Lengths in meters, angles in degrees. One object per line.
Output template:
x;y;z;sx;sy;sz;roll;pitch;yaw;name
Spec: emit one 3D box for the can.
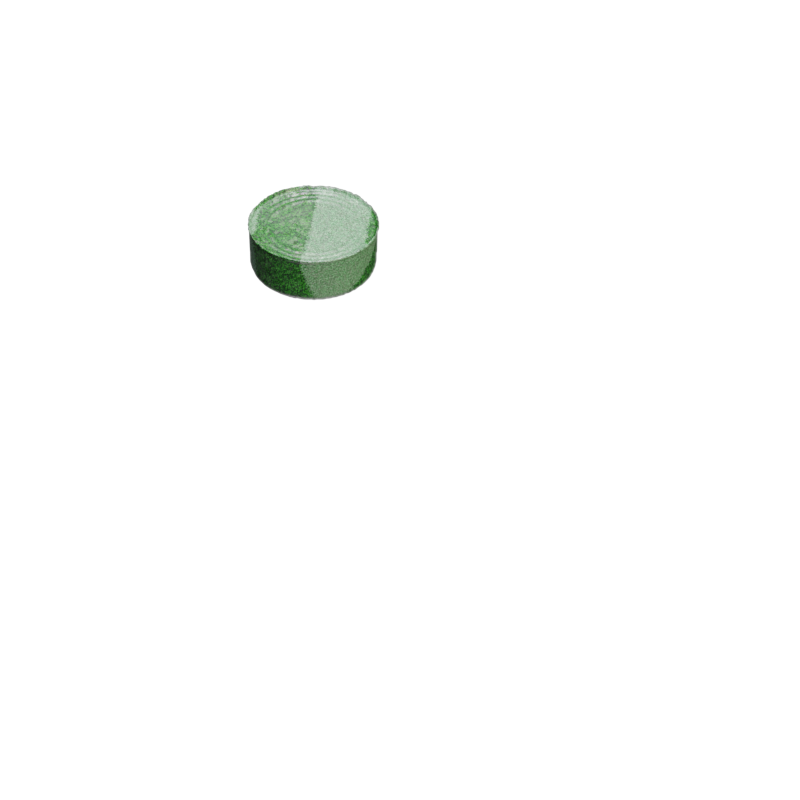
-0.057;-0.105;0.733;0.086;0.031;0.092;-1;41;-2;can
